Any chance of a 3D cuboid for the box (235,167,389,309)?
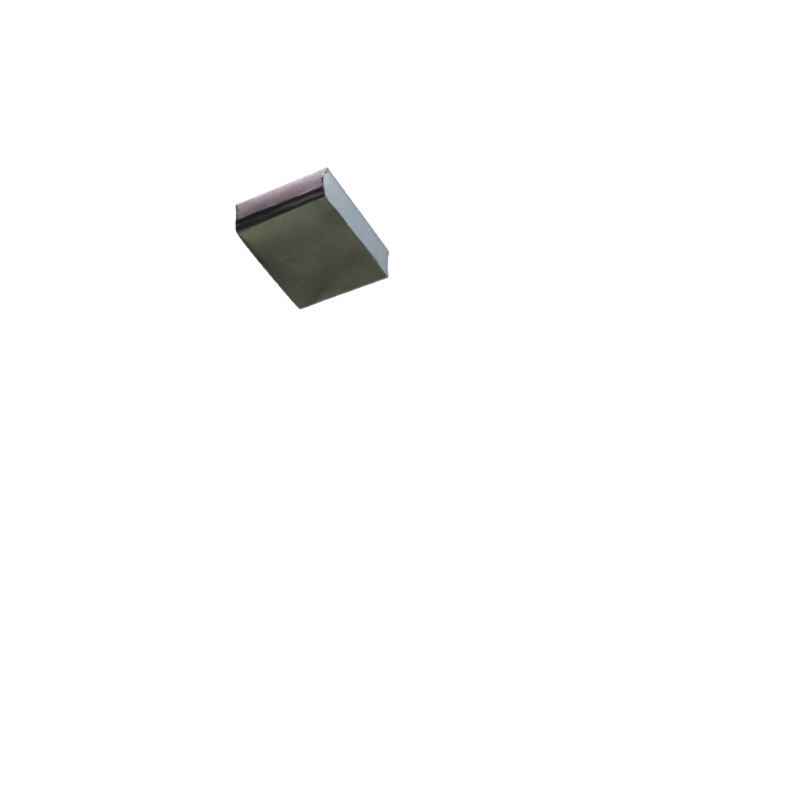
[{"bbox_3d":[-0.073,-0.133,0.931,0.090,0.042,0.105,-19,-43,21],"label":"box"}]
